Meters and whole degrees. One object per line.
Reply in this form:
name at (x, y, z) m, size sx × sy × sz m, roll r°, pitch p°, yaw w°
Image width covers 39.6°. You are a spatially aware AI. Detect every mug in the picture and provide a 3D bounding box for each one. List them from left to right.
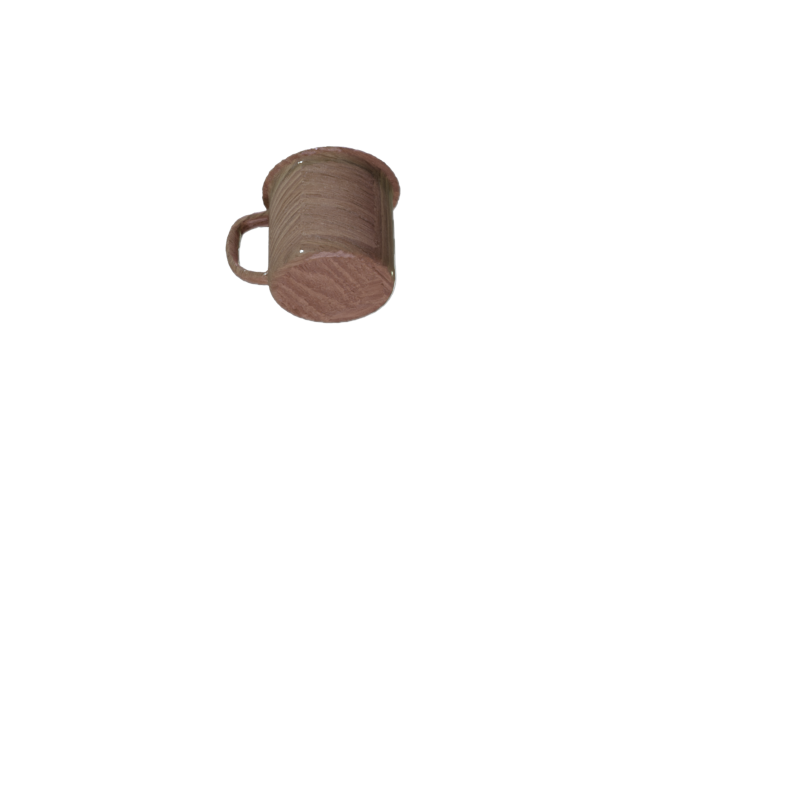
mug at (-0.056, -0.103, 0.721) m, size 0.118 × 0.087 × 0.086 m, roll -5°, pitch -34°, yaw 5°
